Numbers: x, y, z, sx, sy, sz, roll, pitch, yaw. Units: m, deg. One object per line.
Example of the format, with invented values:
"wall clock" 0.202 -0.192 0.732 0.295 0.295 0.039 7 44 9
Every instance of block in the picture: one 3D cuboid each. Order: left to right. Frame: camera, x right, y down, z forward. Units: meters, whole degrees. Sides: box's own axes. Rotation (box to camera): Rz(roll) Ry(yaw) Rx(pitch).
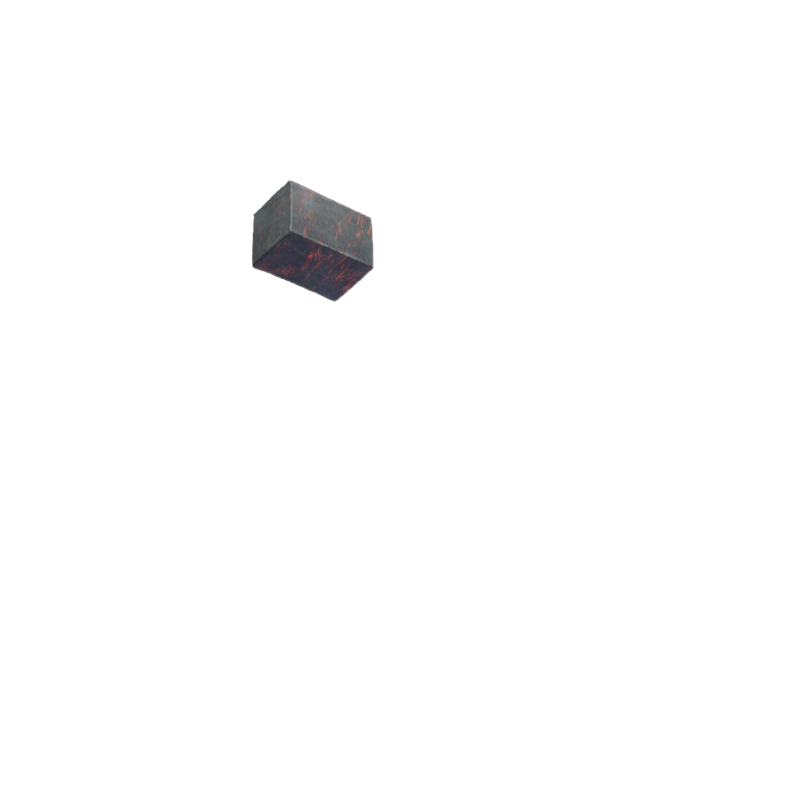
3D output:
"block" -0.065 -0.119 0.833 0.074 0.055 0.052 23 -42 -30
